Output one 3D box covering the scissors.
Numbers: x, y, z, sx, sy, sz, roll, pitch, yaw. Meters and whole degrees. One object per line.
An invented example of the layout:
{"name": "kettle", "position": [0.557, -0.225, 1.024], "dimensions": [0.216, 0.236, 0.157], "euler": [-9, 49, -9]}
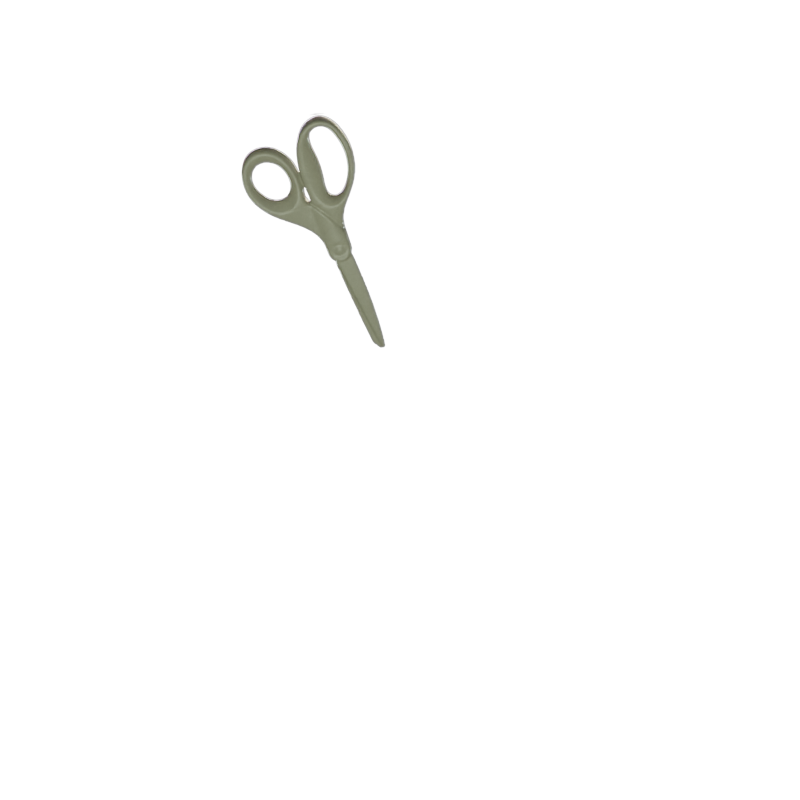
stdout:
{"name": "scissors", "position": [-0.068, -0.124, 0.871], "dimensions": [0.096, 0.190, 0.017], "euler": [-5, 25, 2]}
